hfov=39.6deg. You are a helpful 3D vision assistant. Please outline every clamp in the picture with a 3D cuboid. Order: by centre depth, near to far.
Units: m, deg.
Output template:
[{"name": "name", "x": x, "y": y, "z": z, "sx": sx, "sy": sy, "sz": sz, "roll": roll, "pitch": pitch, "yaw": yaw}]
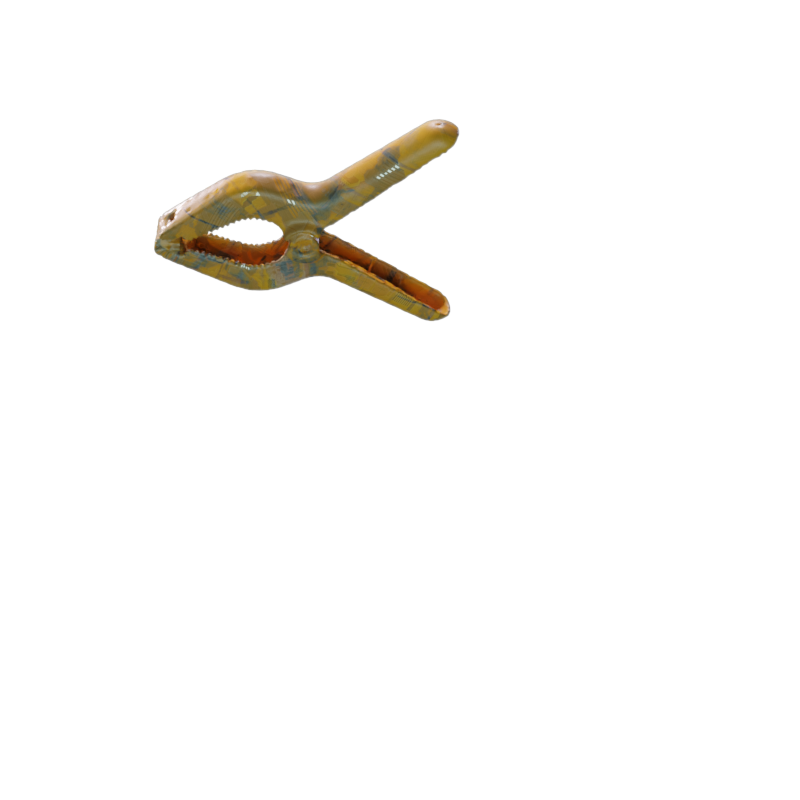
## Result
[{"name": "clamp", "x": -0.059, "y": -0.108, "z": 0.755, "sx": 0.211, "sy": 0.152, "sz": 0.039, "roll": -6, "pitch": 42, "yaw": 5}]
